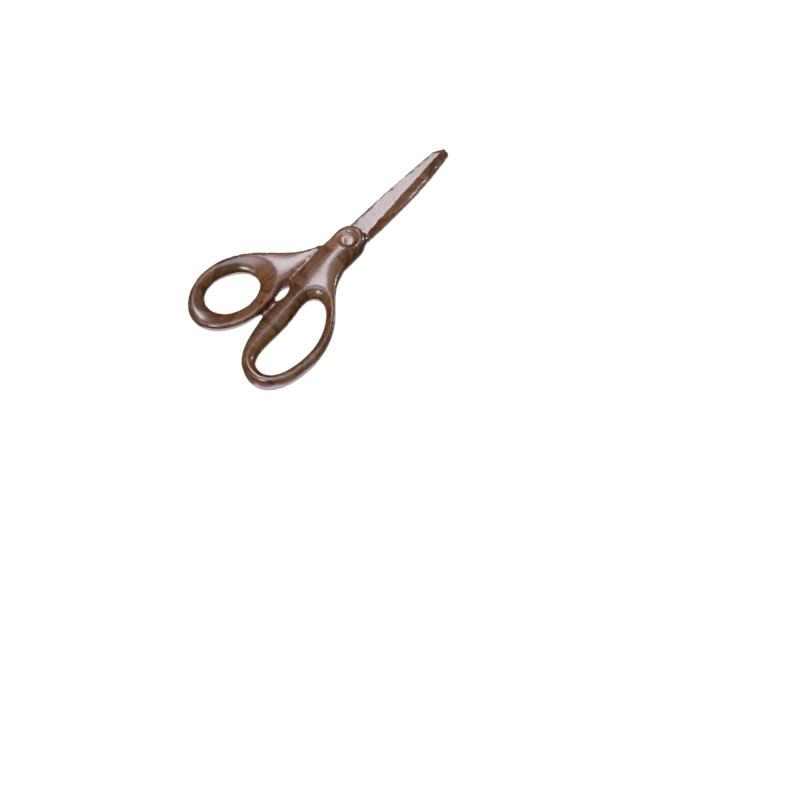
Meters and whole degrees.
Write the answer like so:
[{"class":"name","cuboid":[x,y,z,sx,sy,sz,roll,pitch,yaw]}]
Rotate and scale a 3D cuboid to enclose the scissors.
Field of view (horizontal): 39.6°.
[{"class":"scissors","cuboid":[-0.052,-0.095,0.666,0.099,0.210,0.015,20,-31,12]}]
